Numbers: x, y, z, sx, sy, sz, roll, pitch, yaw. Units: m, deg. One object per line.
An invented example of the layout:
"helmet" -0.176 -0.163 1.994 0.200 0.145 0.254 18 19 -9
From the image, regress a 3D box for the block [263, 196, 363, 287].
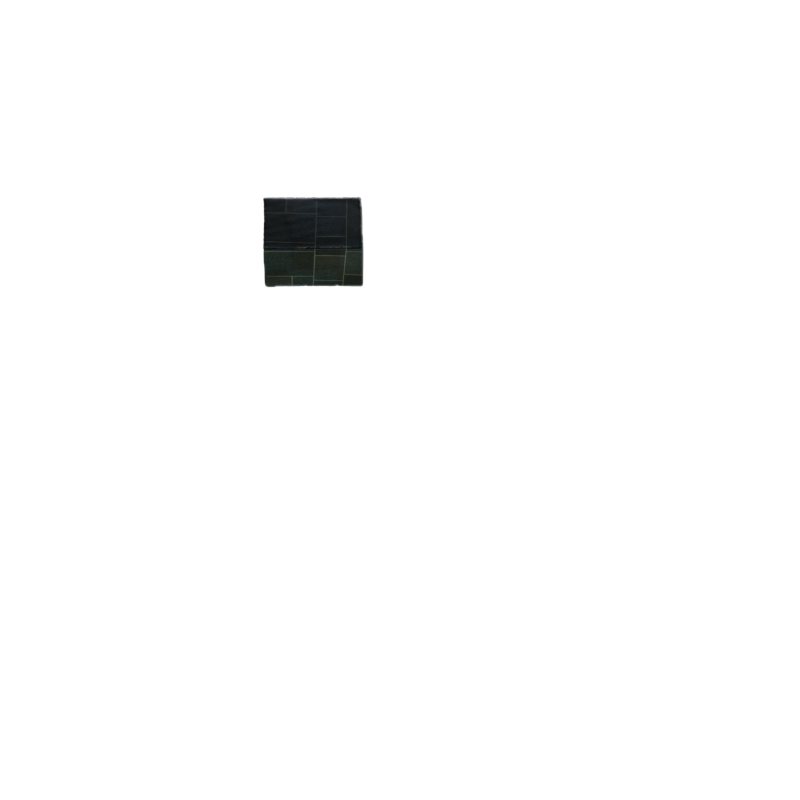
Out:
"block" -0.067 -0.123 0.859 0.078 0.055 0.049 0 -32 -2
